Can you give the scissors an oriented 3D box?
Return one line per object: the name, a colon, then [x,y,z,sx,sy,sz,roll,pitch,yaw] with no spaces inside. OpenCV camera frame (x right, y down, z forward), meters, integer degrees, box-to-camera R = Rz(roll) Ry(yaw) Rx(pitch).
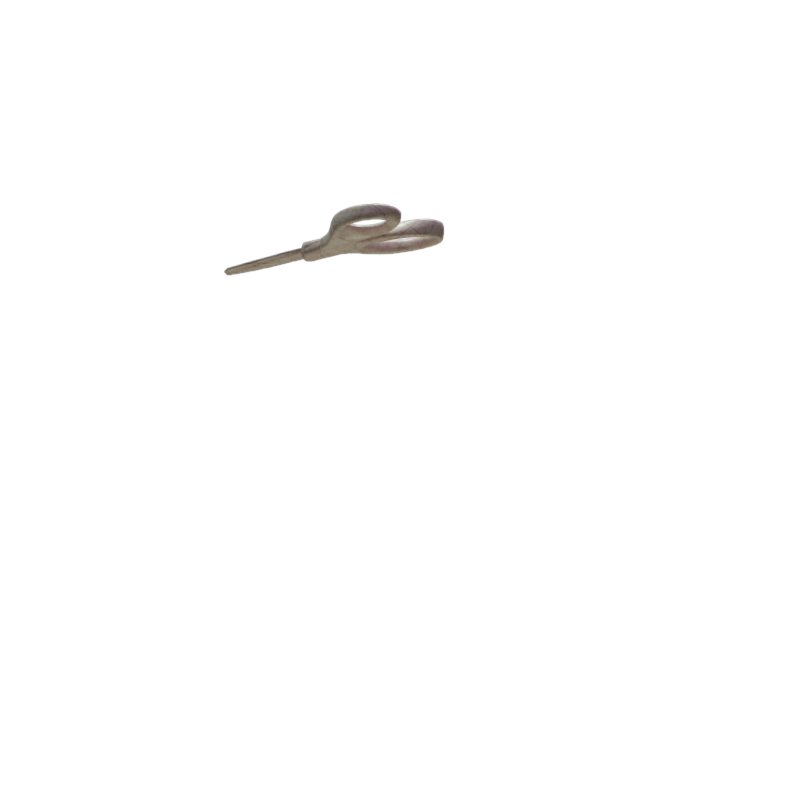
scissors: [-0.068,-0.123,0.864,0.206,0.016,0.091,-5,-13,21]
